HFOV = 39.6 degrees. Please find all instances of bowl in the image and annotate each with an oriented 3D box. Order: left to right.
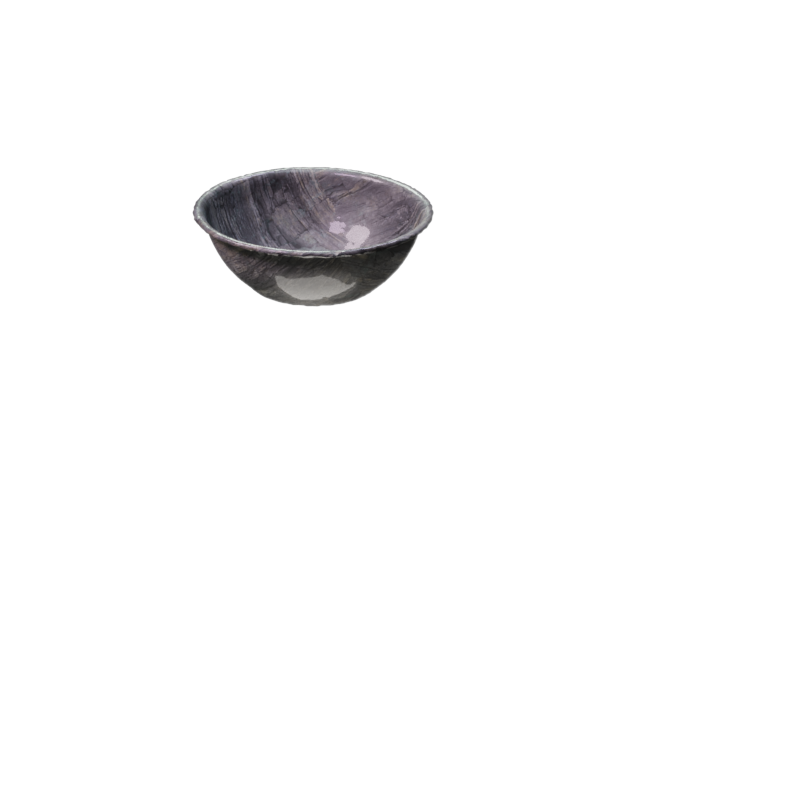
[{"bbox_3d":[-0.059,-0.108,0.758,0.162,0.052,0.172,-1,29,-2],"label":"bowl"}]
